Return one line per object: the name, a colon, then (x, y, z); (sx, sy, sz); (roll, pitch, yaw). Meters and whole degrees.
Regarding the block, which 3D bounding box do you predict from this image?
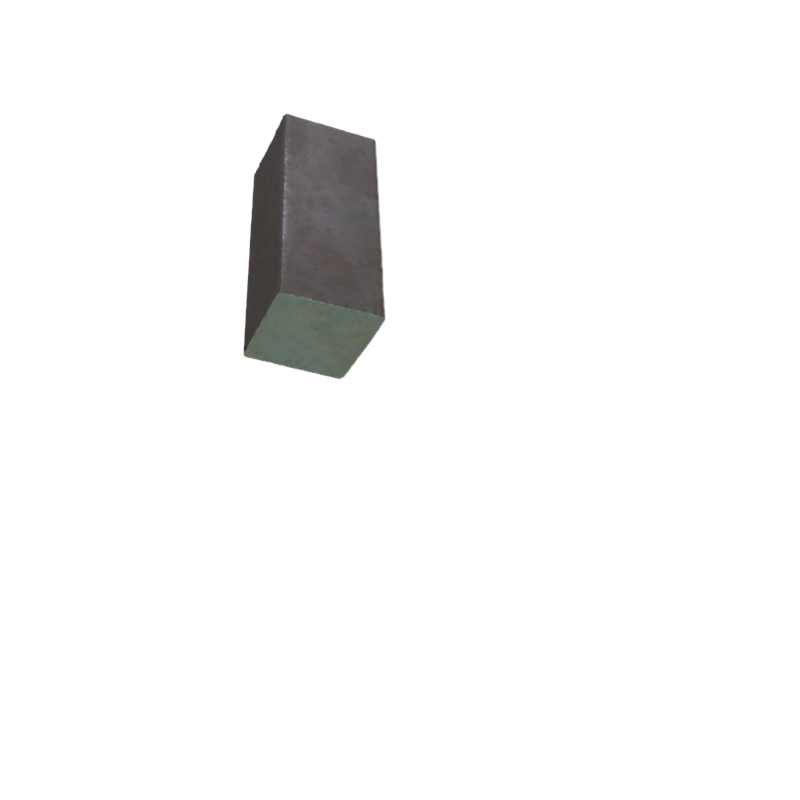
block: (-0.074, -0.134, 0.942); (0.088, 0.221, 0.087); (13, -42, -19)
